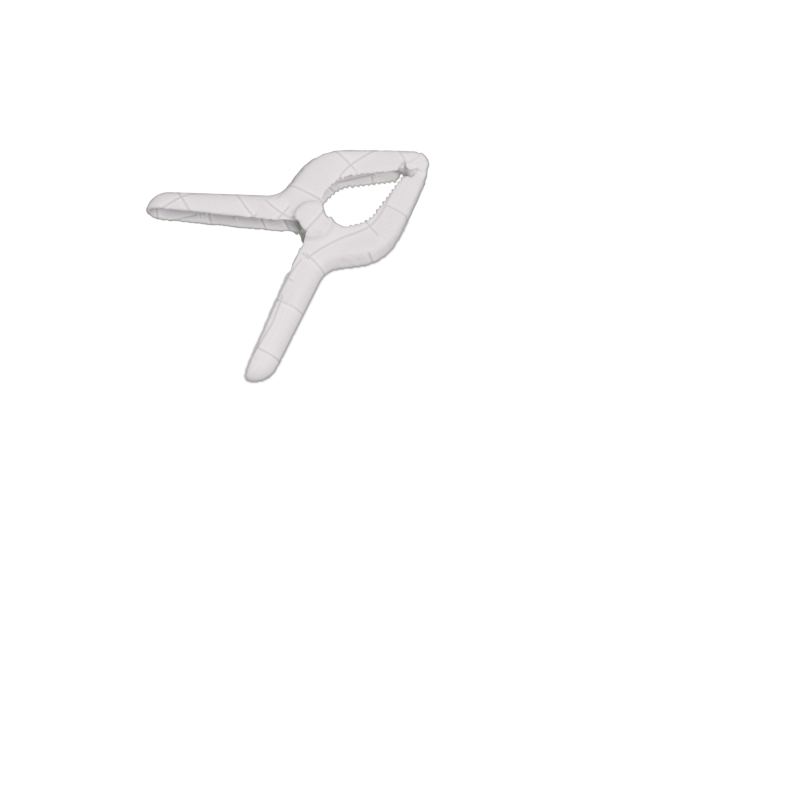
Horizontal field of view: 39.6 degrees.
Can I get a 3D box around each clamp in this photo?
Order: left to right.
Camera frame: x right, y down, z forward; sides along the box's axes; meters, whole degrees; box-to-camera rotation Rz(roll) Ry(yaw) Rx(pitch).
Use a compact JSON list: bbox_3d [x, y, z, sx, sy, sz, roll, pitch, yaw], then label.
[{"bbox_3d":[-0.065,-0.118,0.829,0.209,0.173,0.035,-24,-18,-8],"label":"clamp"}]
